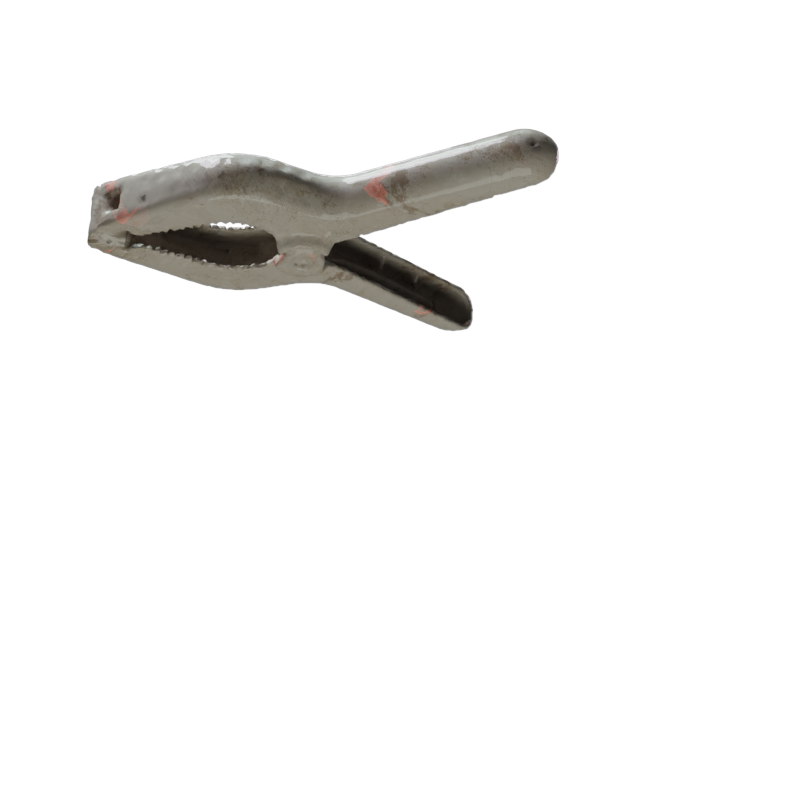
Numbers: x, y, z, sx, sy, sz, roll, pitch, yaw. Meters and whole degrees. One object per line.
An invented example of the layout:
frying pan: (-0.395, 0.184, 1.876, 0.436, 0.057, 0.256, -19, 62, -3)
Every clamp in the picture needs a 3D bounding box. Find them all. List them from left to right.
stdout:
clamp: (-0.042, -0.077, 0.538, 0.210, 0.039, 0.155, 1, -26, -1)
